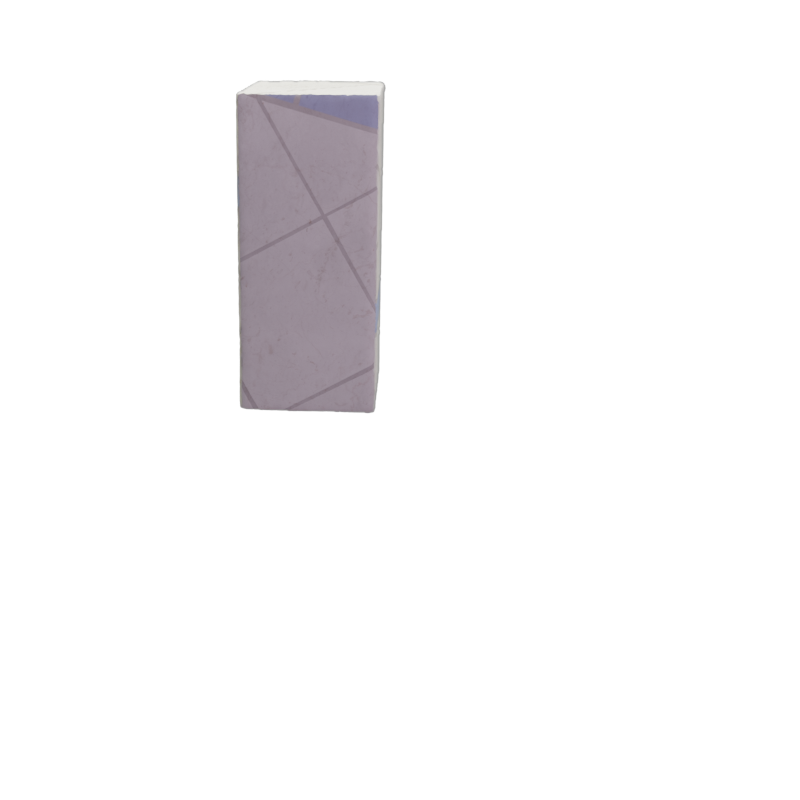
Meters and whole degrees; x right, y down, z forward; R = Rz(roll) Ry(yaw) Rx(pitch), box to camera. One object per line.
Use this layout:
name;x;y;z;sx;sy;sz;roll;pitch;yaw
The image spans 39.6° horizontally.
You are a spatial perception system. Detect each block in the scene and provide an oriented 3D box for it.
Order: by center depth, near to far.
block;-0.057;-0.105;0.738;0.091;0.200;0.093;2;15;3
